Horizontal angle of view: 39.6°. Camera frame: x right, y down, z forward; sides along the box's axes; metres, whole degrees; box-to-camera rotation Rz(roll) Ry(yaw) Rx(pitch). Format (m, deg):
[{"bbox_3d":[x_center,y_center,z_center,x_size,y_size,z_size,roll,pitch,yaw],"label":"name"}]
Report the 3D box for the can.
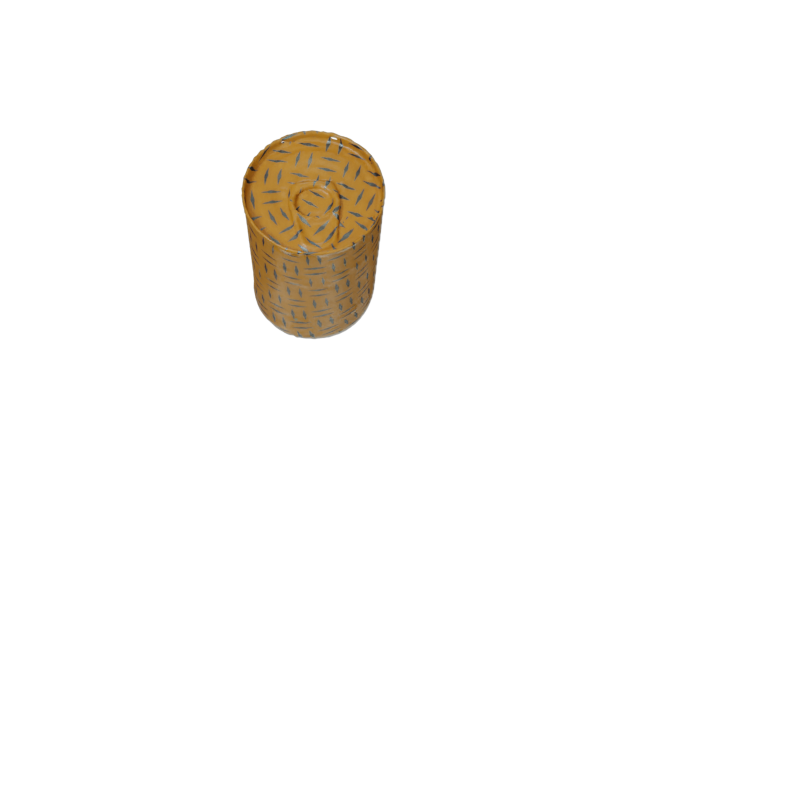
[{"bbox_3d":[-0.044,-0.081,0.565,0.068,0.072,0.097,0,-24,-3],"label":"can"}]
